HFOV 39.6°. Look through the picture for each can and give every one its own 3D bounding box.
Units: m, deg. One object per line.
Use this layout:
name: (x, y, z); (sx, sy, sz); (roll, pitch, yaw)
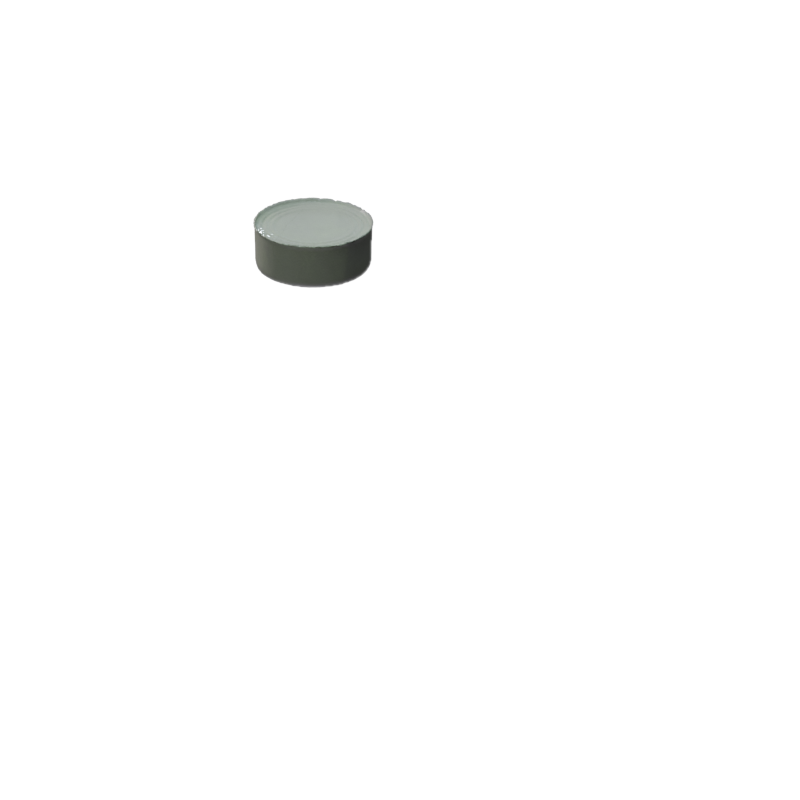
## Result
can: (-0.063, -0.114, 0.799); (0.086, 0.032, 0.091); (-1, 31, -2)
